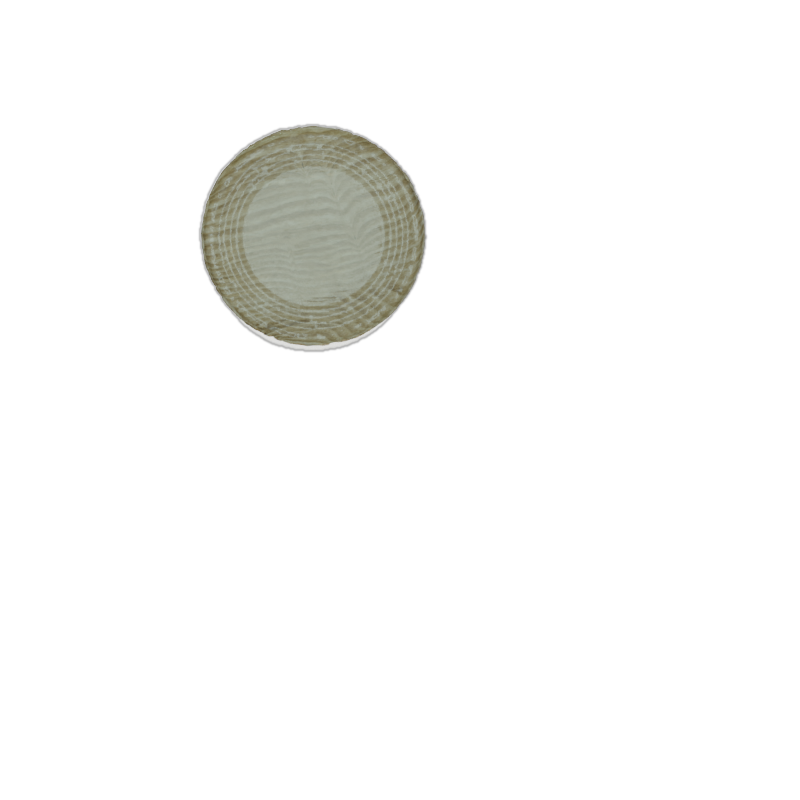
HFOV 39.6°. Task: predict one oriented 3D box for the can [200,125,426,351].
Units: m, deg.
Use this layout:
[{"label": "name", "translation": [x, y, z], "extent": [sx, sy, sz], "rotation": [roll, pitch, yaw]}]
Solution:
[{"label": "can", "translation": [-0.034, -0.062, 0.437], "extent": [0.086, 0.088, 0.033], "rotation": [0, -10, -1]}]
